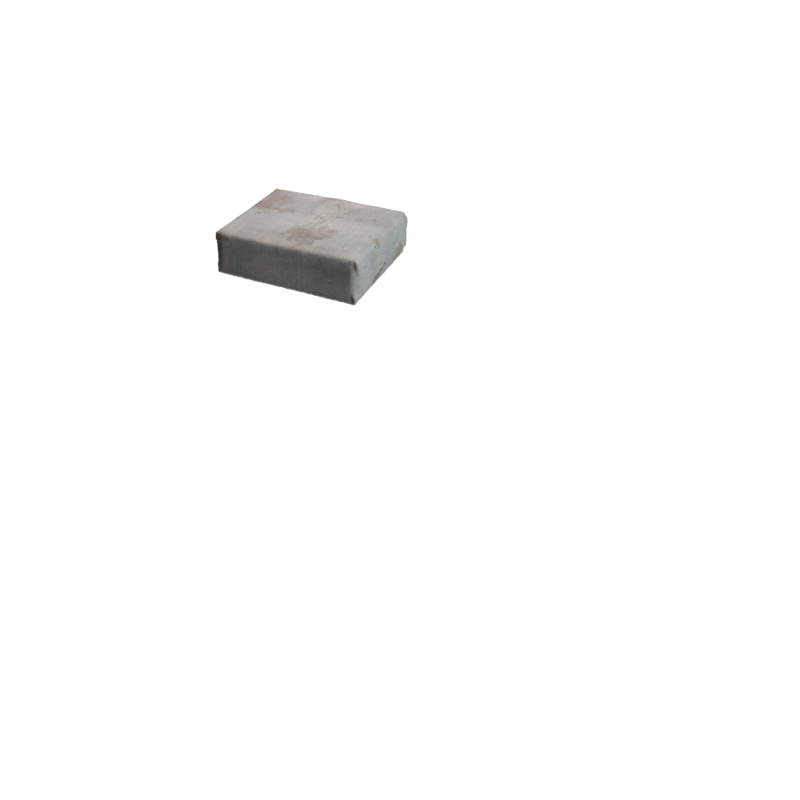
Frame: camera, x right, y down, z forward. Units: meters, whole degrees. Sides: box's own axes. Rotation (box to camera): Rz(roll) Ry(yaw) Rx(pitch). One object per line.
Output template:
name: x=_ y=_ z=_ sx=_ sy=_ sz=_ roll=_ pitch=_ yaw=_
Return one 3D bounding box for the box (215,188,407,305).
box: x=-0.050 y=-0.091 z=0.640 sx=0.093 sy=0.028 sz=0.075 roll=13 pitch=33 yaw=21
